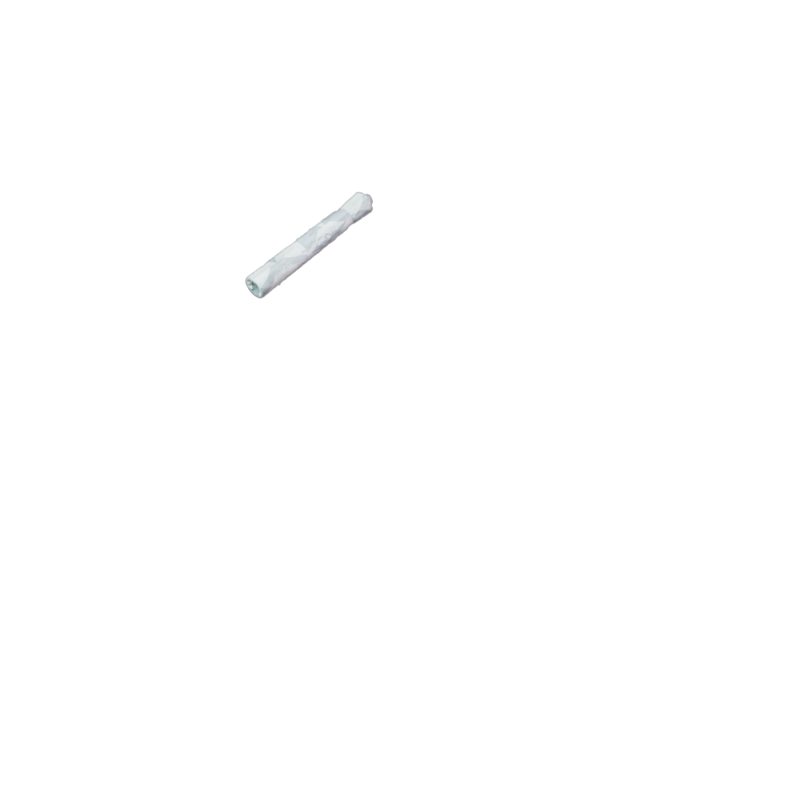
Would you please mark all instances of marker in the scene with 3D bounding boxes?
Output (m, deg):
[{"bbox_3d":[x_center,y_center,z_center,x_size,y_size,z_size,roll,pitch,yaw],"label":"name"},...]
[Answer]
[{"bbox_3d":[-0.064,-0.116,0.811,0.122,0.019,0.021,-42,26,-27],"label":"marker"}]
